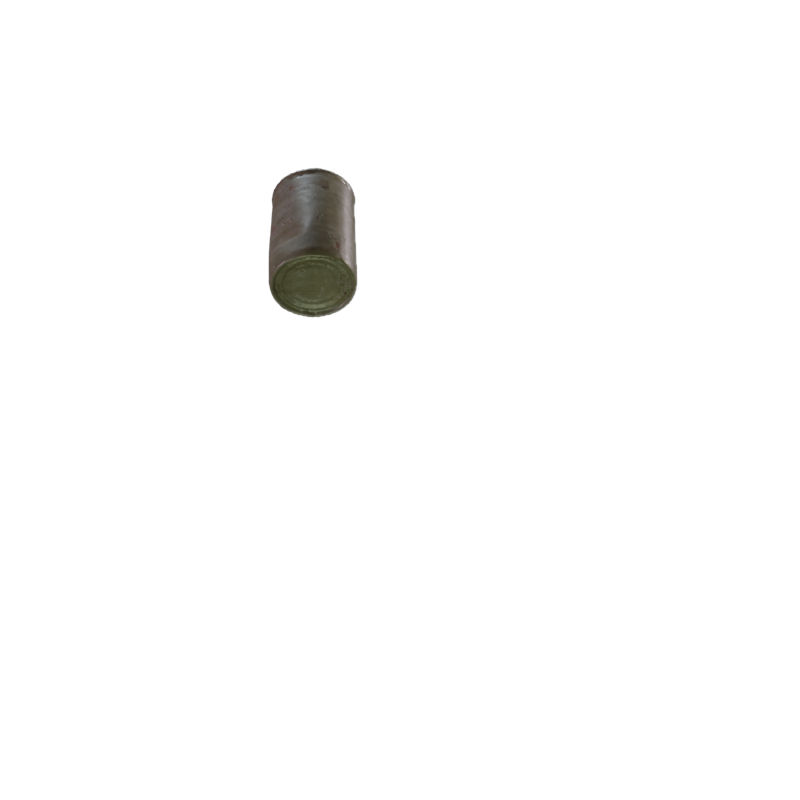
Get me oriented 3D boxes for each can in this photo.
[{"bbox_3d":[-0.068,-0.123,0.862,0.068,0.110,0.064,-1,-45,-3],"label":"can"}]
